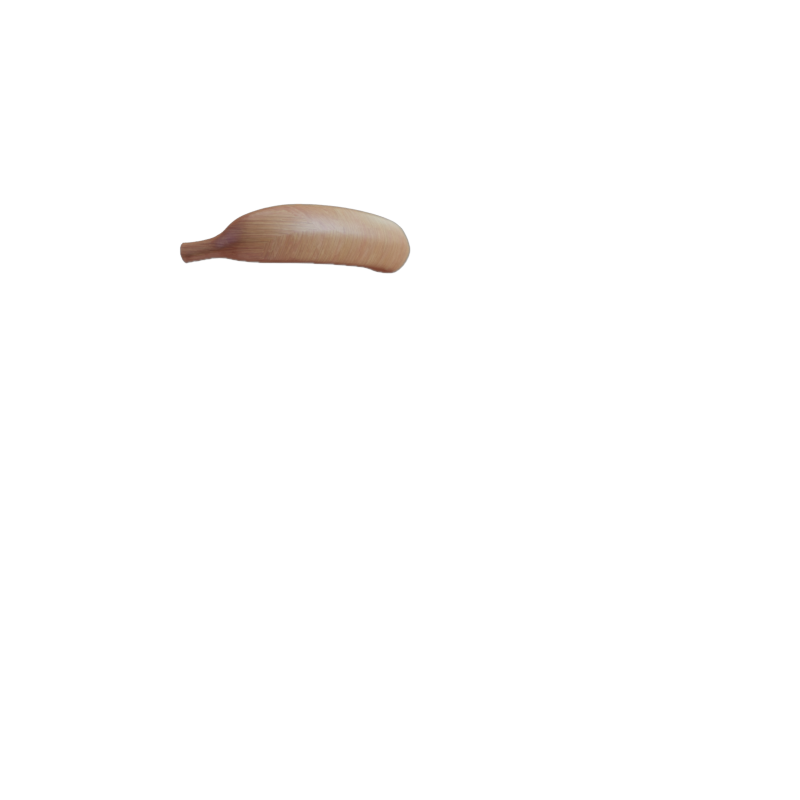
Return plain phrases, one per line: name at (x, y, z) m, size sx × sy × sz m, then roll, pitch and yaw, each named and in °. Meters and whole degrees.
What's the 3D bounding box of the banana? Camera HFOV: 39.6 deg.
banana at (-0.044, -0.101, 0.698) m, size 0.072 × 0.037 × 0.190 m, roll 1°, pitch 3°, yaw 40°
